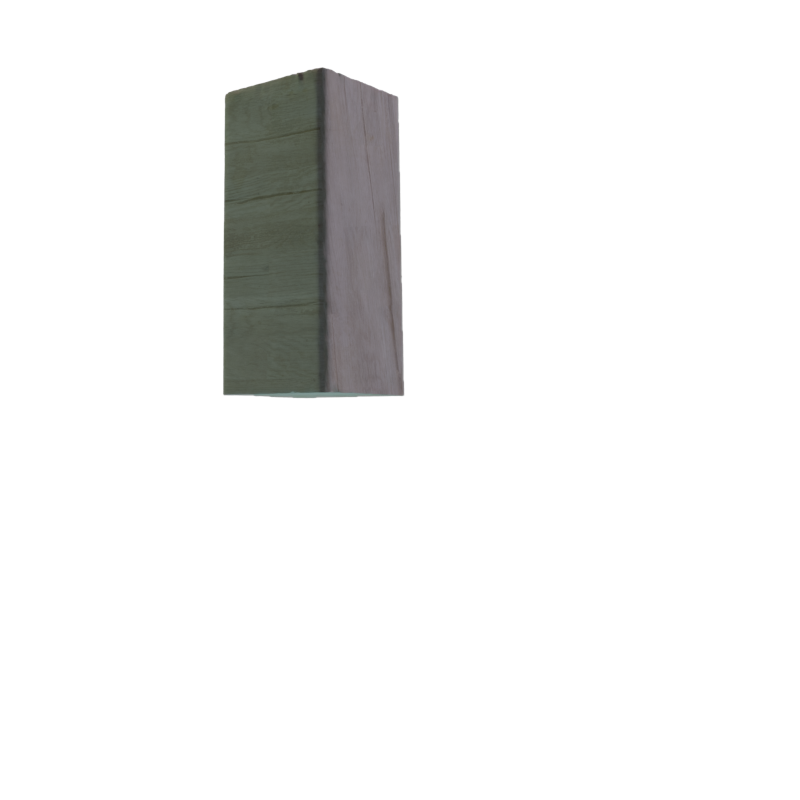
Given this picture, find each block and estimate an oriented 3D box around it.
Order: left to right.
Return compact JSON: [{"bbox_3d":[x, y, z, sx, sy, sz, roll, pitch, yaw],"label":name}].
[{"bbox_3d":[-0.059,-0.107,0.749,0.093,0.211,0.086,-7,-10,37],"label":"block"}]
